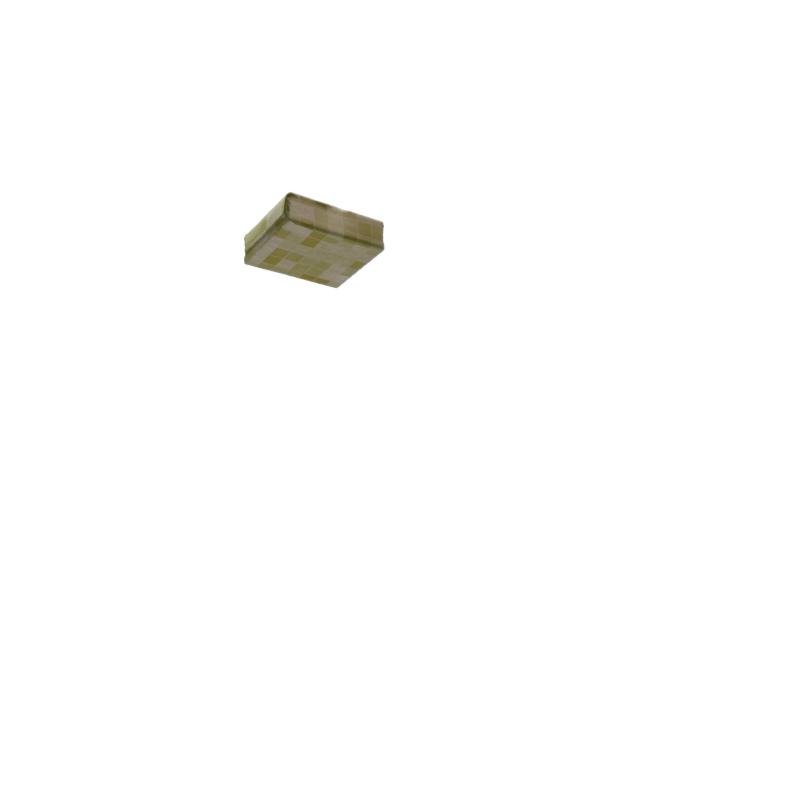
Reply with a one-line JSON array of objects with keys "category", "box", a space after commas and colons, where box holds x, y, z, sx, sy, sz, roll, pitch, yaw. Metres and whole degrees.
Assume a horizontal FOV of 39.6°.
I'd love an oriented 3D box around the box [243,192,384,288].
[{"category": "box", "box": [-0.068, -0.125, 0.873, 0.085, 0.032, 0.072, 15, -30, -28]}]
